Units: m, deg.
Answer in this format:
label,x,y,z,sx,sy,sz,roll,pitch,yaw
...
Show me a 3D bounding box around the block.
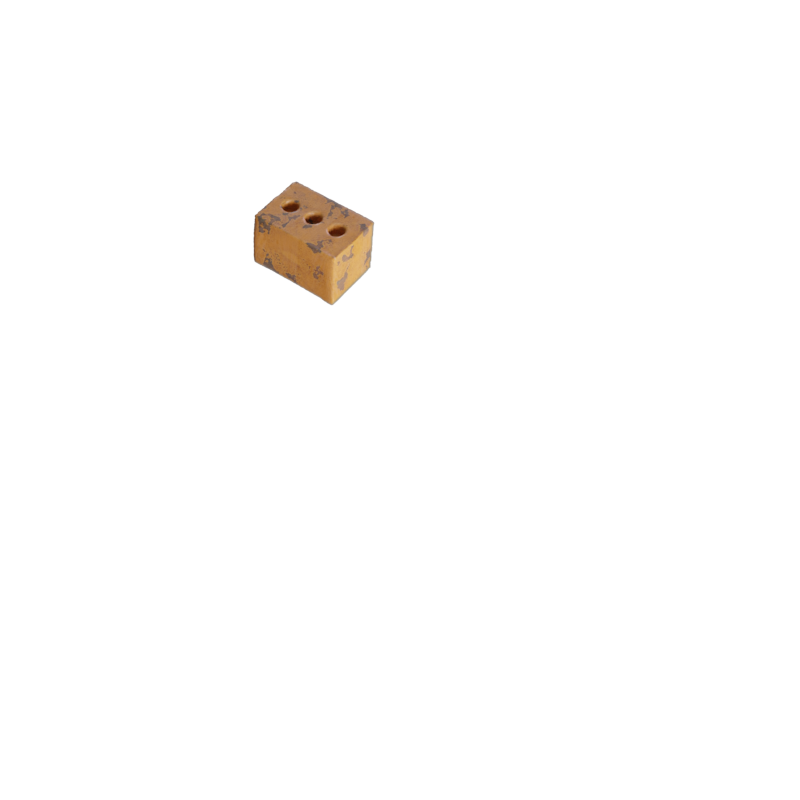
label,x,y,z,sx,sy,sz,roll,pitch,yaw
block,-0.066,-0.120,0.842,0.082,0.048,0.054,29,54,23
